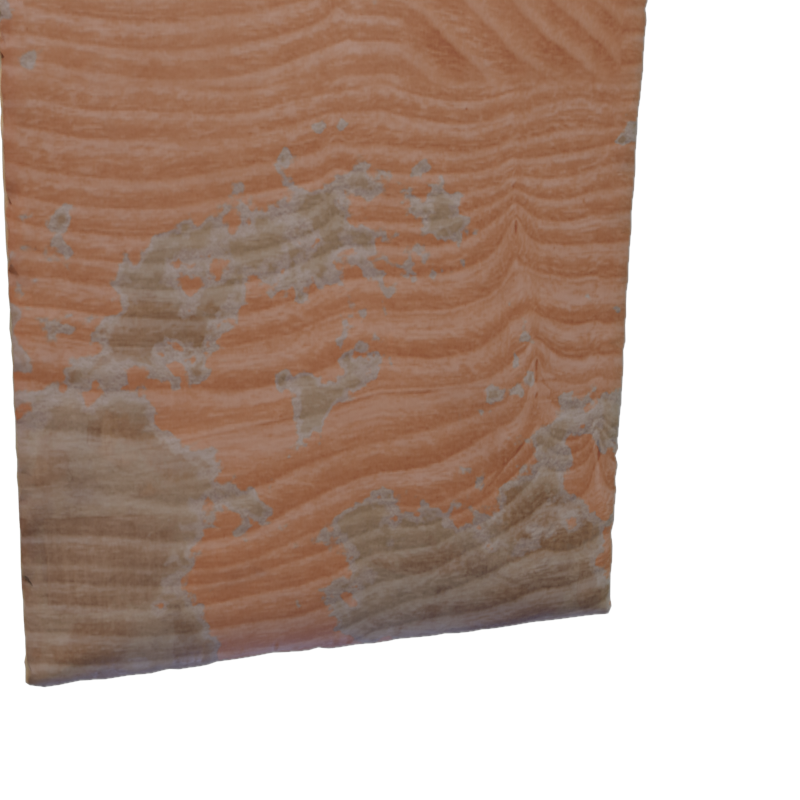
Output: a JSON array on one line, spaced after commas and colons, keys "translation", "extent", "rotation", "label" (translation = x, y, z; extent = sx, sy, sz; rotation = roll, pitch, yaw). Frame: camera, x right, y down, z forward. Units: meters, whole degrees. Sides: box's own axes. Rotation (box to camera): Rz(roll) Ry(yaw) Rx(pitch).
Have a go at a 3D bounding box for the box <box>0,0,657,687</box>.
[{"translation": [-0.024, -0.044, 0.307], "extent": [0.161, 0.208, 0.075], "rotation": [-3, 11, -15], "label": "box"}]
